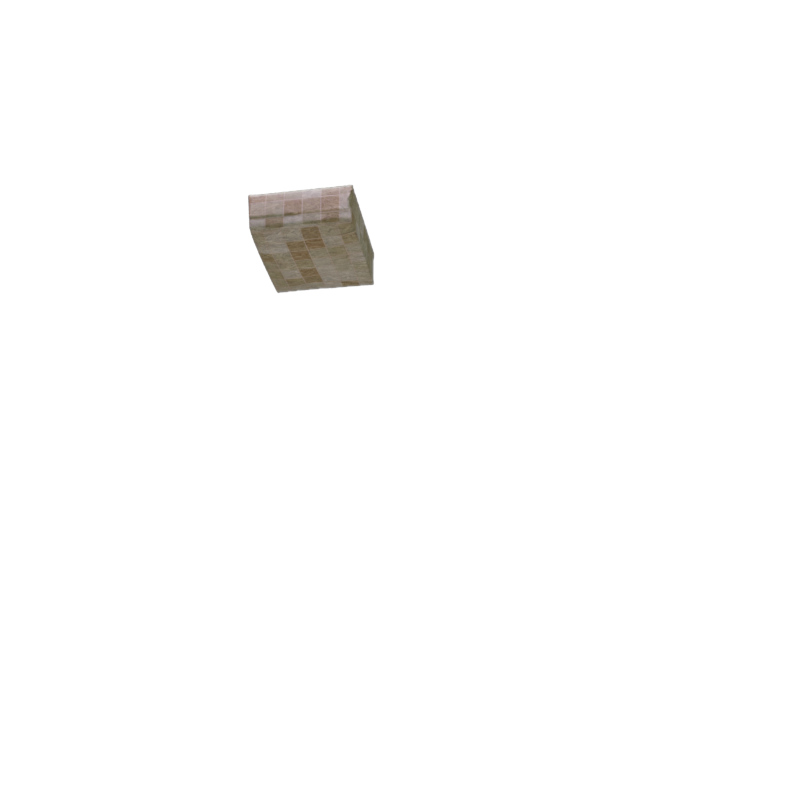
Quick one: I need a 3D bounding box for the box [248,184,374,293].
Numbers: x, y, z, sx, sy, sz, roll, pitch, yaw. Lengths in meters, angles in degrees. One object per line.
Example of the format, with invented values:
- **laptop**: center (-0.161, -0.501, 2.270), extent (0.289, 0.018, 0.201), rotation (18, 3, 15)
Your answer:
- **box**: center (-0.074, -0.135, 0.947), extent (0.091, 0.041, 0.106), rotation (-4, -25, 8)
